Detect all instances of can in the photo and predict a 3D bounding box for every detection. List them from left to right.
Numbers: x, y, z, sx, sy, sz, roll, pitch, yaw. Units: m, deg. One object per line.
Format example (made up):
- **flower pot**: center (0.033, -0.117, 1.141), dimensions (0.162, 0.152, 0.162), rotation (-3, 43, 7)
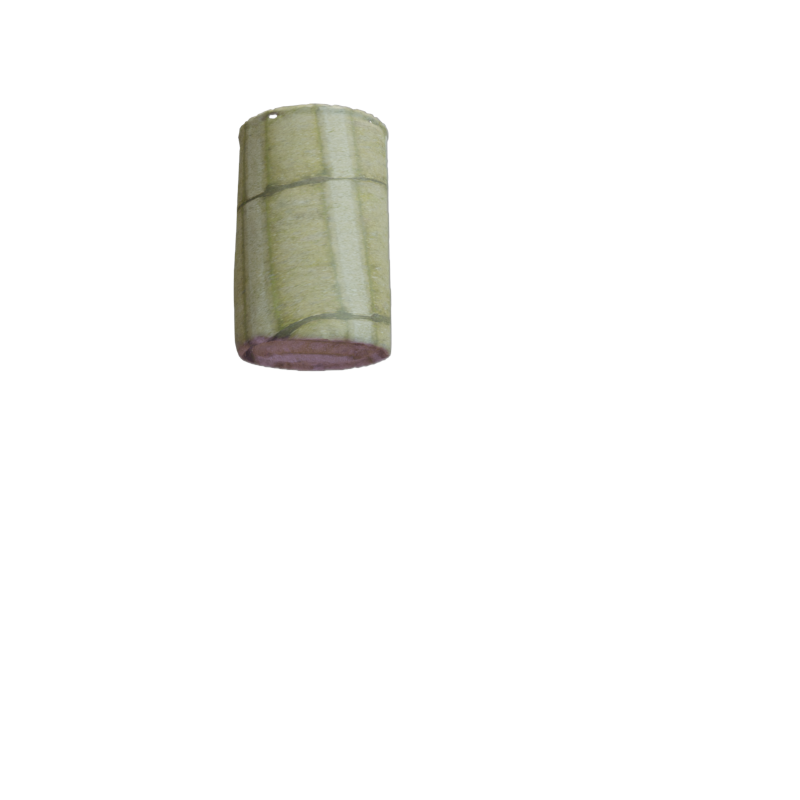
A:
- **can**: center (-0.038, -0.069, 0.484), dimensions (0.068, 0.106, 0.066), rotation (0, -16, -2)
